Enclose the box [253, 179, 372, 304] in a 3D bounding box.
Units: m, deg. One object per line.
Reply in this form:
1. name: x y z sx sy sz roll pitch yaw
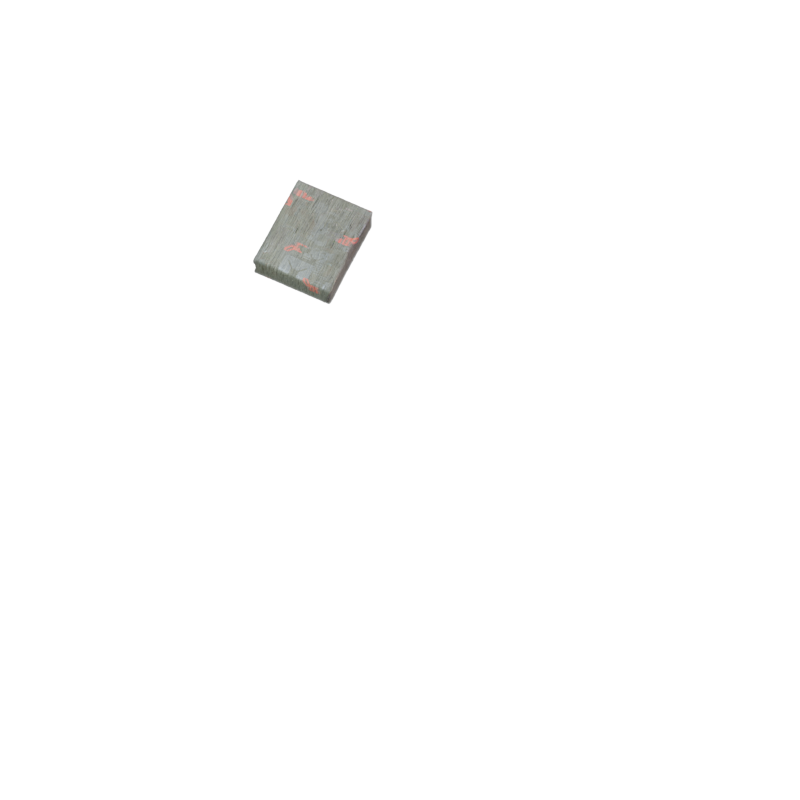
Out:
1. box: -0.075 -0.136 0.955 0.075 0.092 0.028 23 -23 10
